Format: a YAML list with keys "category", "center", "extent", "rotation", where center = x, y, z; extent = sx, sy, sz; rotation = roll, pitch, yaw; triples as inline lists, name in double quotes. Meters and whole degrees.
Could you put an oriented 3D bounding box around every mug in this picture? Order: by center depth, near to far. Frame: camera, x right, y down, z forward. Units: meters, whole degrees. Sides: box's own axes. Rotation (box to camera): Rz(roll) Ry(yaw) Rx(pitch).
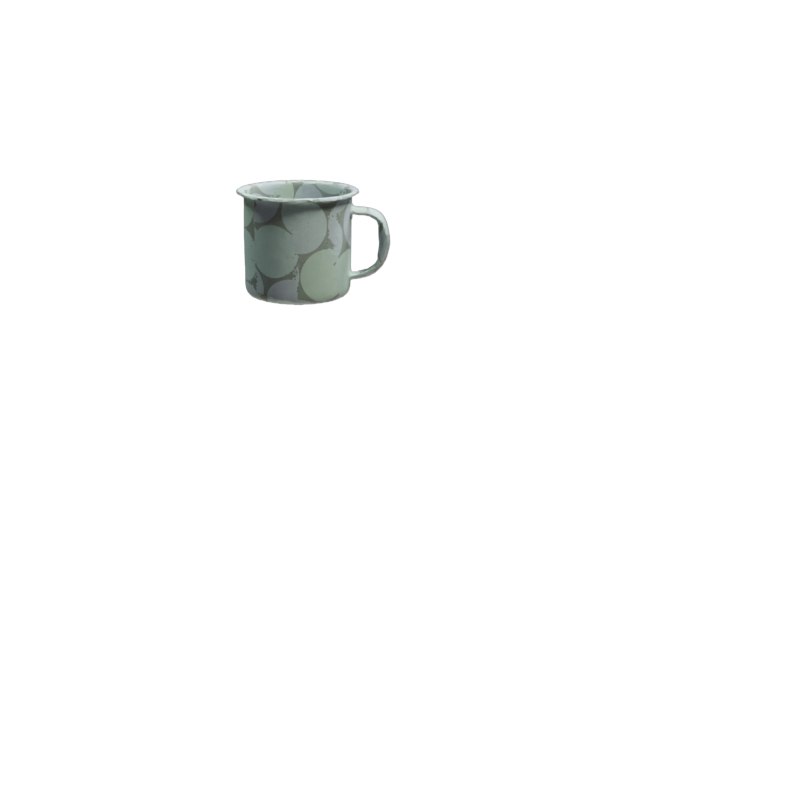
- category: "mug"
  center: [-0.066, -0.121, 0.845]
  extent: [0.118, 0.079, 0.096]
  rotation: [2, 17, 4]
